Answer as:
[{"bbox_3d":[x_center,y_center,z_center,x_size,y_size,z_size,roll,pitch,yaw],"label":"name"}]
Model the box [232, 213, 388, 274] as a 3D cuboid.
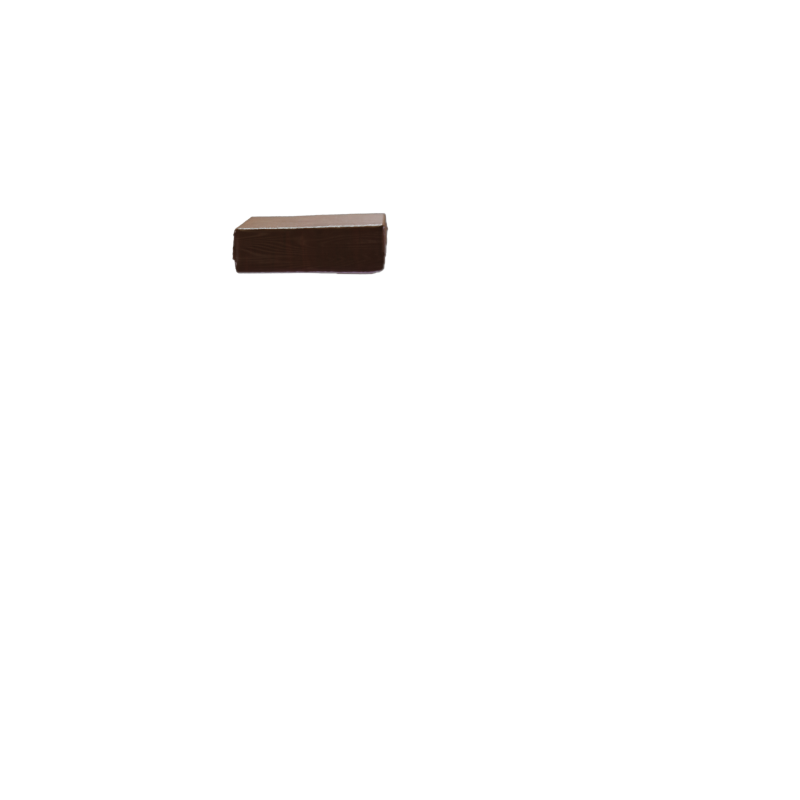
[{"bbox_3d":[-0.067,-0.121,0.850,0.114,0.038,0.092,1,15,3],"label":"box"}]
